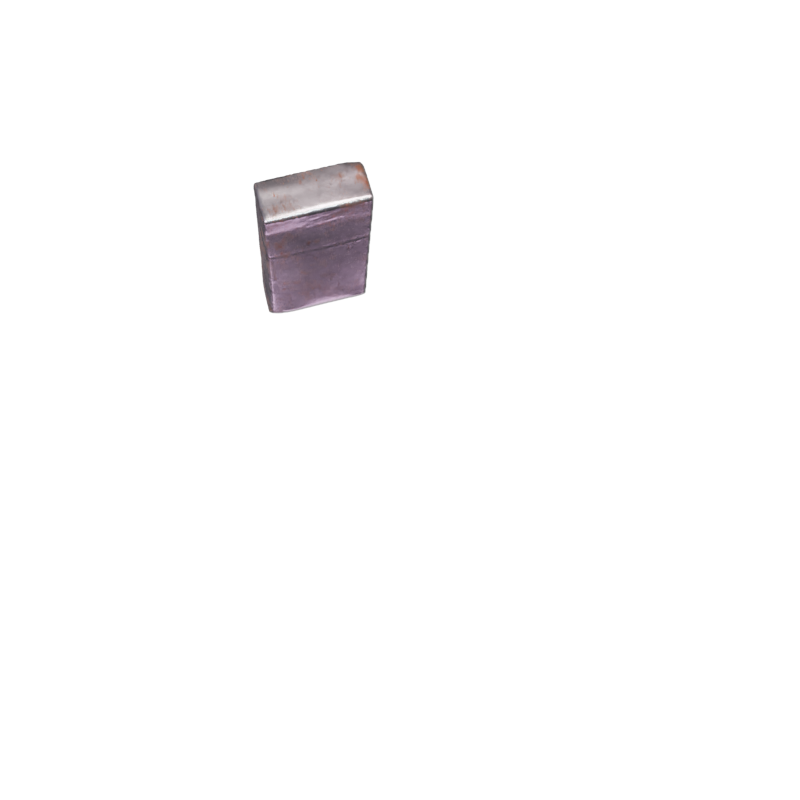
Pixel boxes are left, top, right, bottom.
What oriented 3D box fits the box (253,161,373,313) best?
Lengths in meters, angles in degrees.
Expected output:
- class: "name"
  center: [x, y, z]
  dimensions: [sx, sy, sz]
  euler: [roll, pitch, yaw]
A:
- class: "box"
  center: [-0.075, -0.137, 0.957]
  dimensions: [0.093, 0.051, 0.166]
  euler: [-13, -23, -9]
